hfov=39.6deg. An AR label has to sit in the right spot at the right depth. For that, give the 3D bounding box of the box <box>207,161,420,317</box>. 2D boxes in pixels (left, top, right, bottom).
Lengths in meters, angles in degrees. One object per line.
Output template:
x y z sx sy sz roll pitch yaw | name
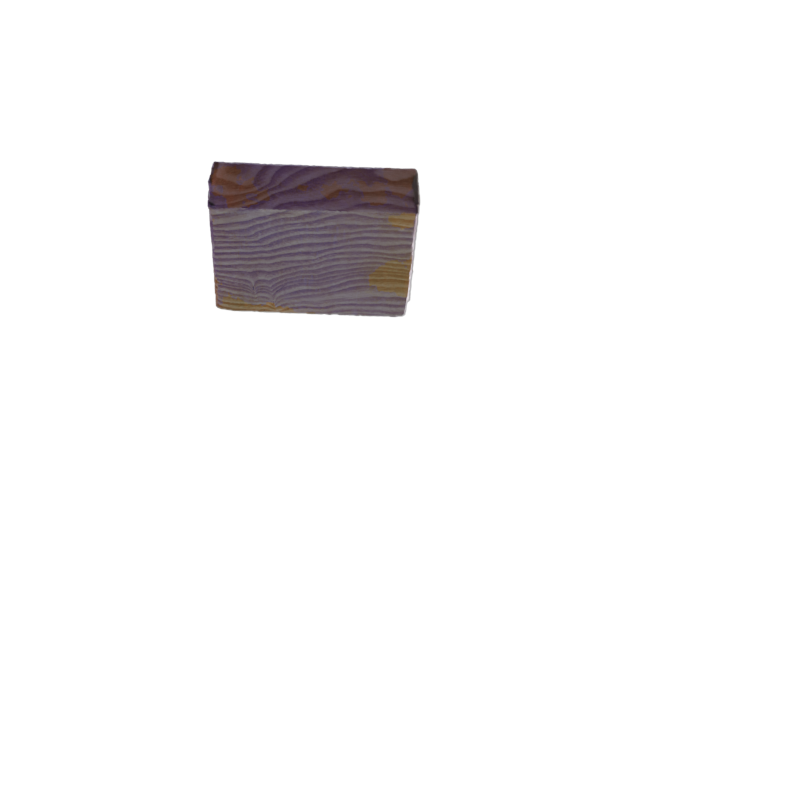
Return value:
-0.048 -0.088 0.615 0.113 0.042 0.084 1 -38 -2 | box
